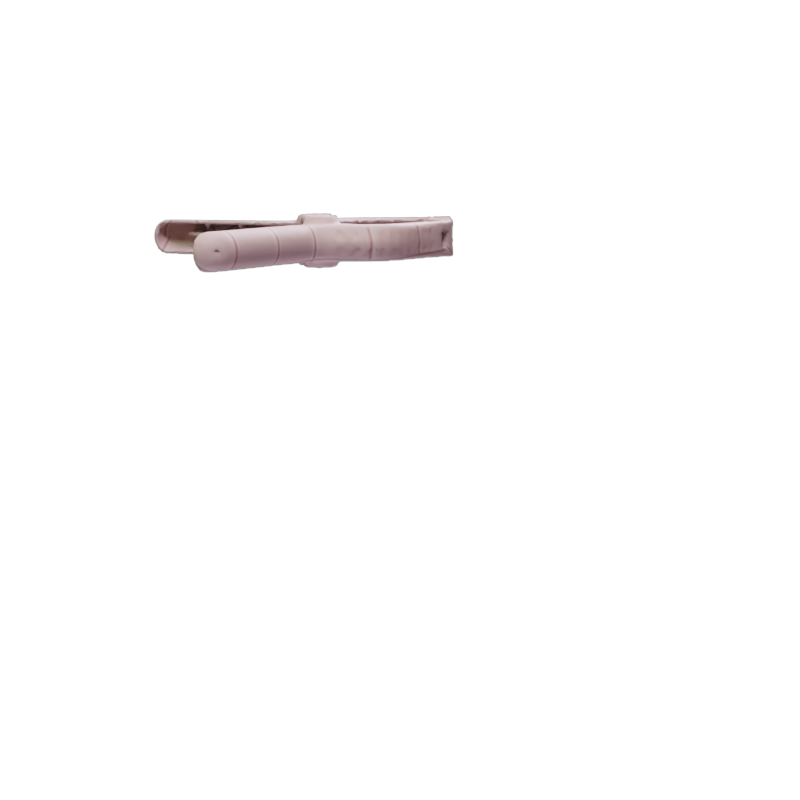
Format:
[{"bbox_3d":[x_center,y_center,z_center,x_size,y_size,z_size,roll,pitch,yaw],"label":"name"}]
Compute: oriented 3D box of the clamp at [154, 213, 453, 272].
[{"bbox_3d":[-0.059,-0.108,0.757,0.207,0.036,0.171,-3,13,-11],"label":"clamp"}]
